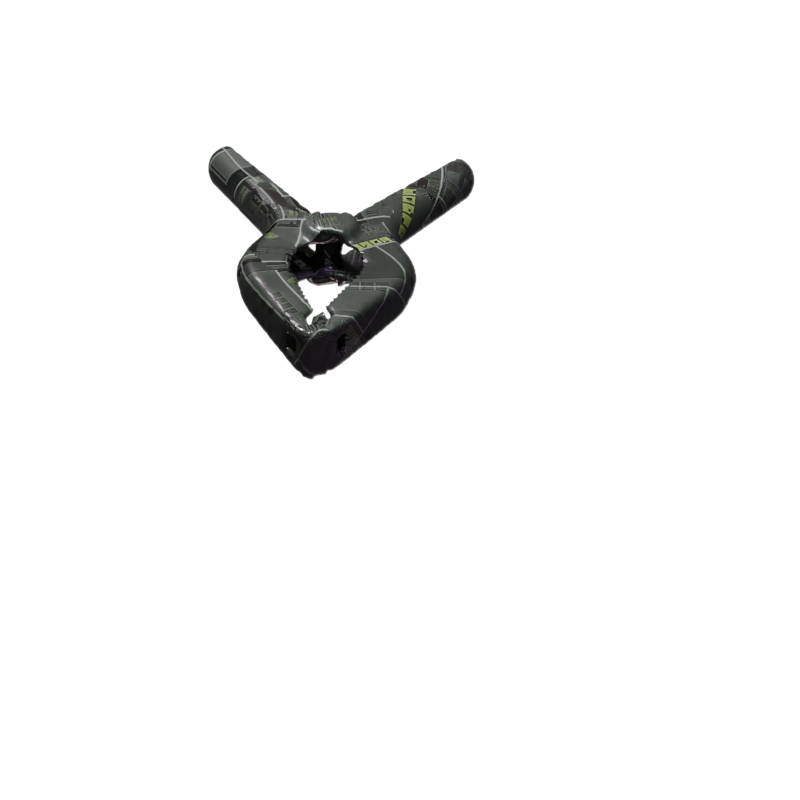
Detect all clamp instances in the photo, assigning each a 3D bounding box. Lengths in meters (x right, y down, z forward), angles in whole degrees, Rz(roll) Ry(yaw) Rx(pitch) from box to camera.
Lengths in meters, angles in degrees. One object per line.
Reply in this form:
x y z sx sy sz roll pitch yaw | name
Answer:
-0.049 -0.089 0.621 0.167 0.034 0.221 6 37 7 | clamp
